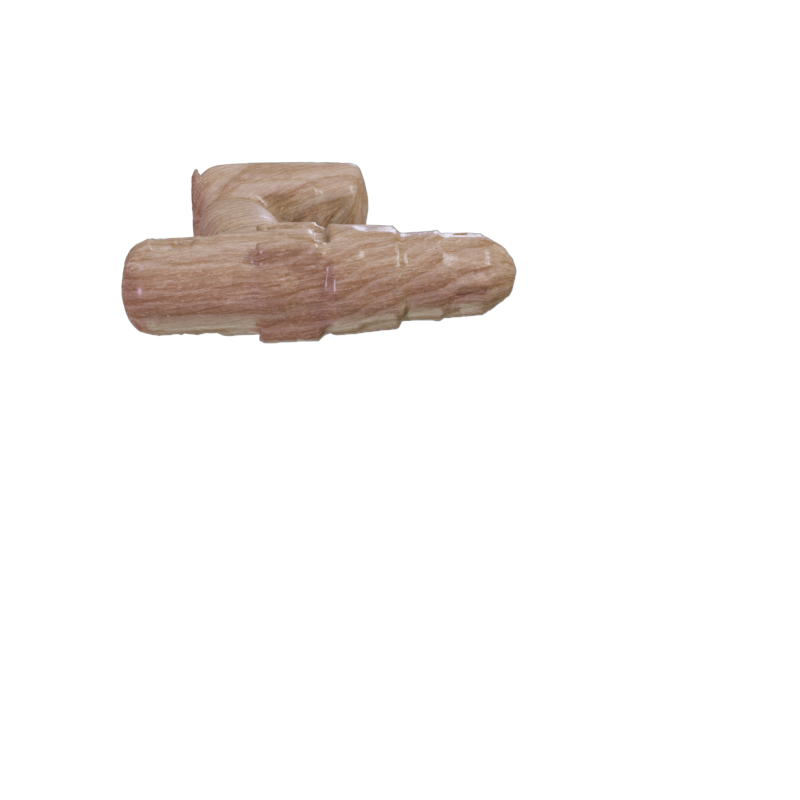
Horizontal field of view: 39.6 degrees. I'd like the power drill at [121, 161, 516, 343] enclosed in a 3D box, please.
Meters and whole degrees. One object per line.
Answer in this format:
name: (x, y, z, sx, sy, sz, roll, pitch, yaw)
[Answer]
power drill: (-0.046, -0.084, 0.587, 0.183, 0.055, 0.196, -2, 20, -4)
